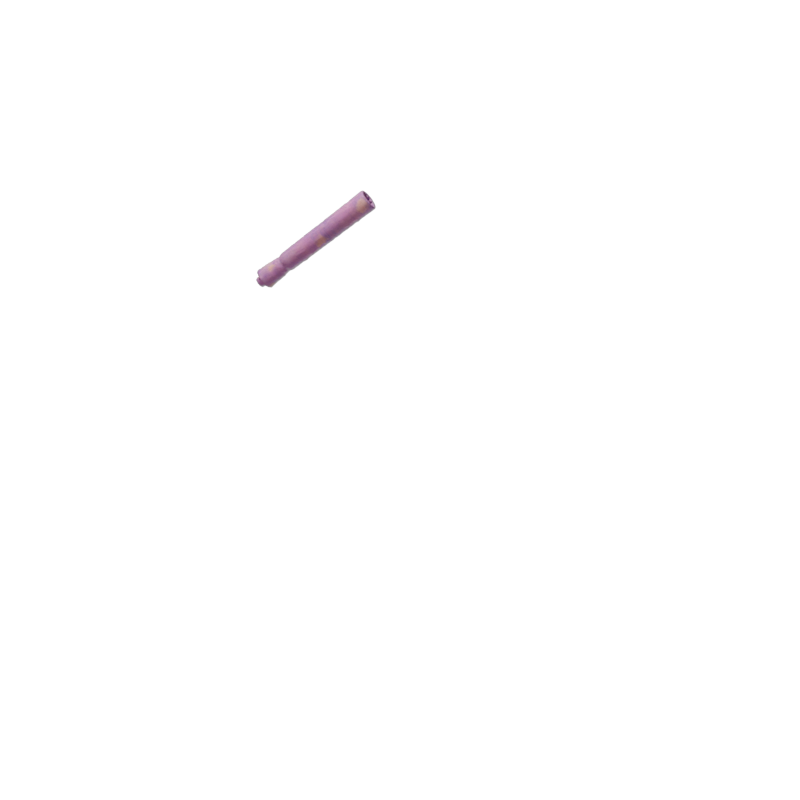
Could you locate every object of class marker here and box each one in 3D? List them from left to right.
[{"bbox_3d":[-0.073,-0.133,0.933,0.120,0.020,0.019,-35,-7,16],"label":"marker"}]
